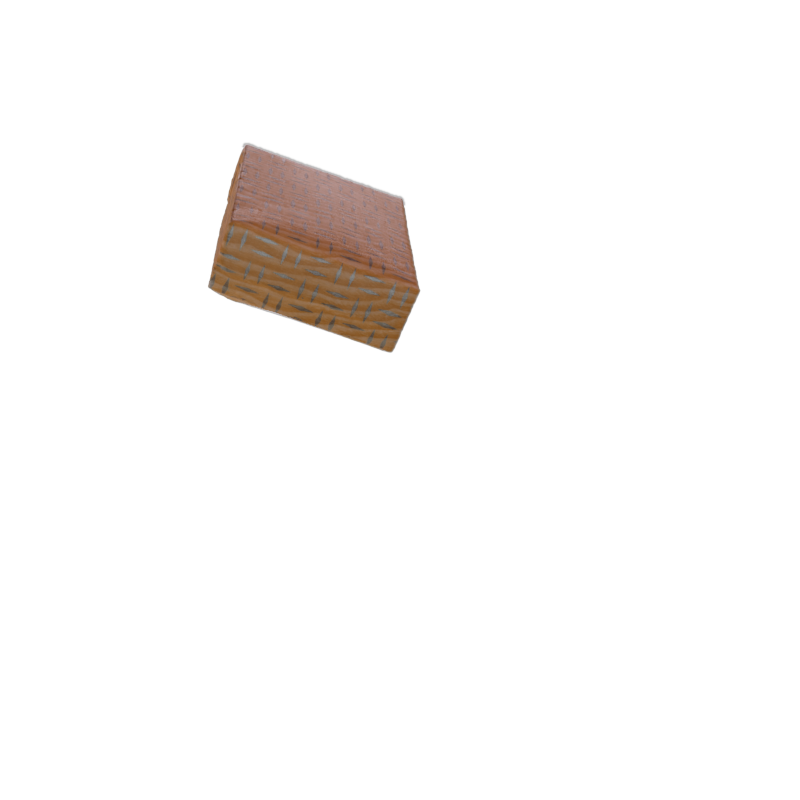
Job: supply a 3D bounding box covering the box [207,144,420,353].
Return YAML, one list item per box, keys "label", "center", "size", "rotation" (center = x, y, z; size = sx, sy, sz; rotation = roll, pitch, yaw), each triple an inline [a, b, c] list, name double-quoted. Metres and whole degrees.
- label: "box"
  center: [-0.077, -0.140, 0.978]
  size: [0.161, 0.069, 0.226]
  rotation: [17, 25, -11]
